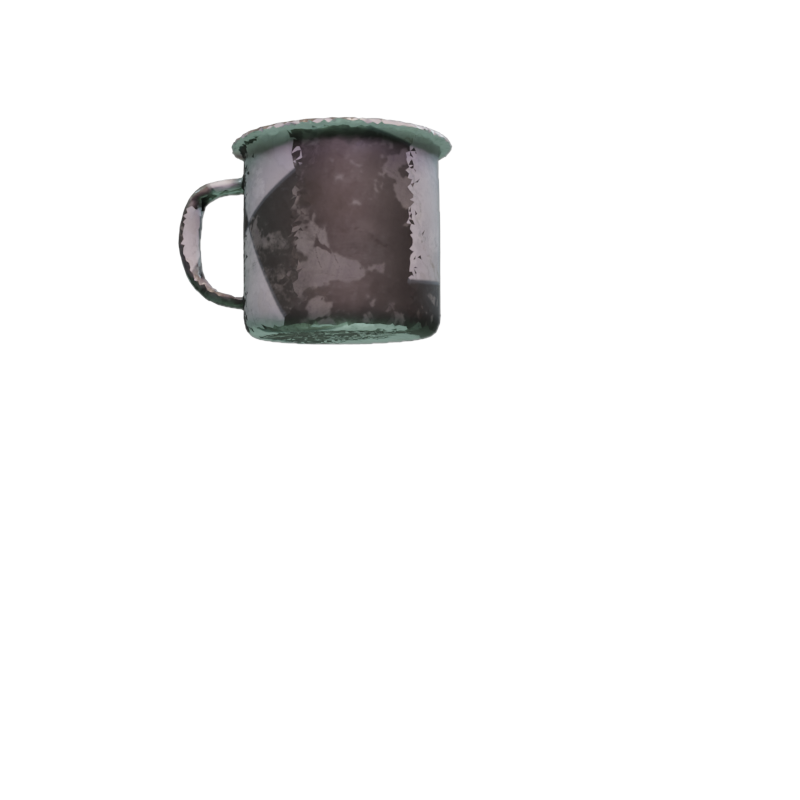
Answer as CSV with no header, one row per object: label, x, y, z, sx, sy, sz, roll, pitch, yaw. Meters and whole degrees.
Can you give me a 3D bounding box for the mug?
mug,-0.036,-0.066,0.465,0.118,0.083,0.091,-1,-5,7
